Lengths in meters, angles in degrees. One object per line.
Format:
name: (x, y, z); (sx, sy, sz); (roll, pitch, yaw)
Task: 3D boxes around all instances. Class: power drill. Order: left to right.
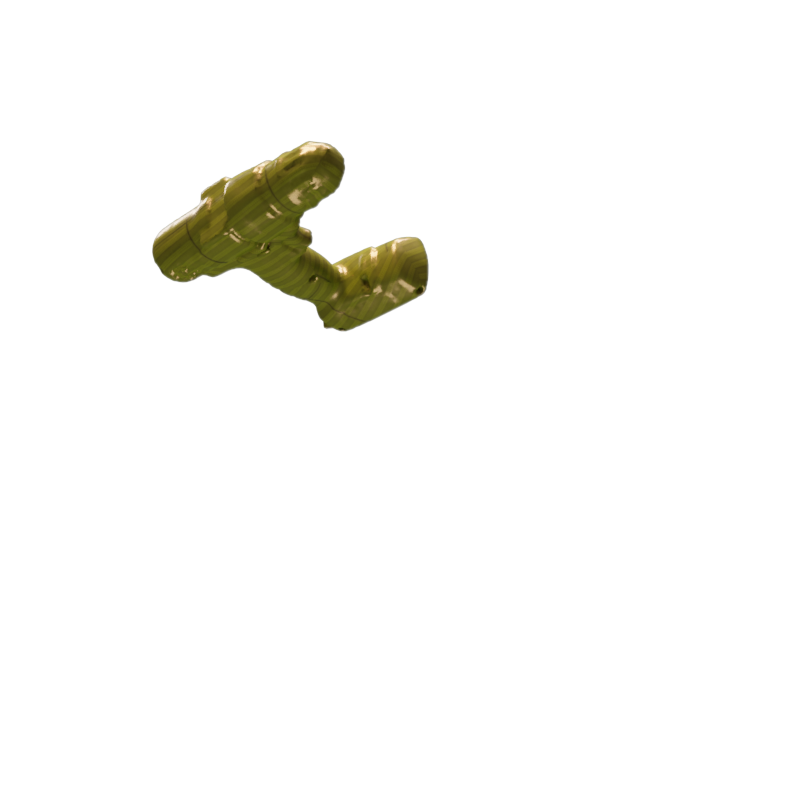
power drill: (-0.066, -0.120, 0.840); (0.185, 0.061, 0.176); (-21, -32, 39)
